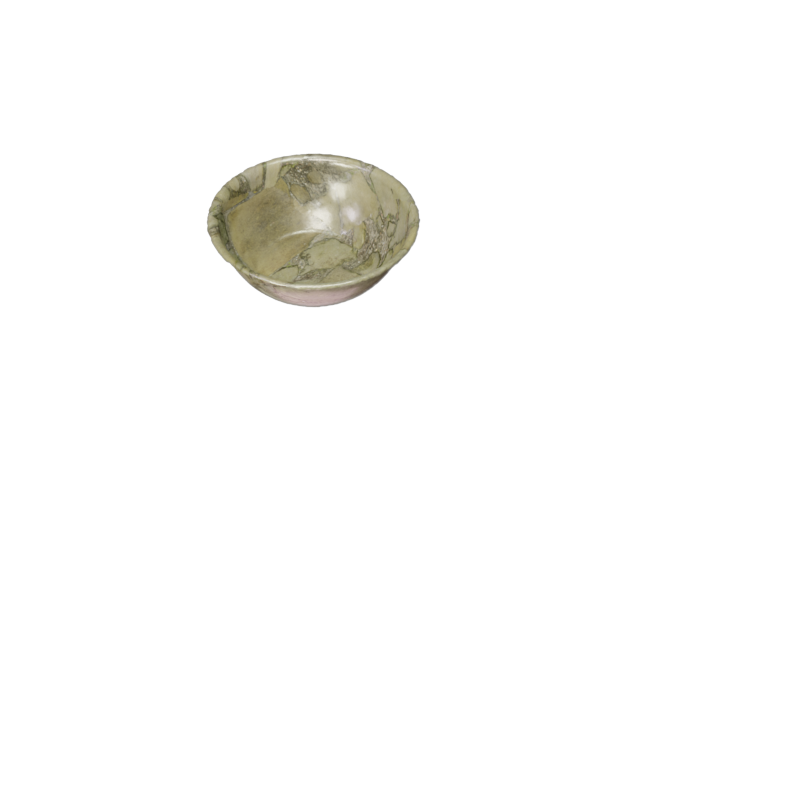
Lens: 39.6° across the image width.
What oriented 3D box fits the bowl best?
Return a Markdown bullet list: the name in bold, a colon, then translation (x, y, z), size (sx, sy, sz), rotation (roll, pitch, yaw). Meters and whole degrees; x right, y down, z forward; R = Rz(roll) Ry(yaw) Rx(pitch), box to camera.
- **bowl**: translation (-0.067, -0.123, 0.860), size (0.162, 0.051, 0.174), rotation (-1, 45, -1)
